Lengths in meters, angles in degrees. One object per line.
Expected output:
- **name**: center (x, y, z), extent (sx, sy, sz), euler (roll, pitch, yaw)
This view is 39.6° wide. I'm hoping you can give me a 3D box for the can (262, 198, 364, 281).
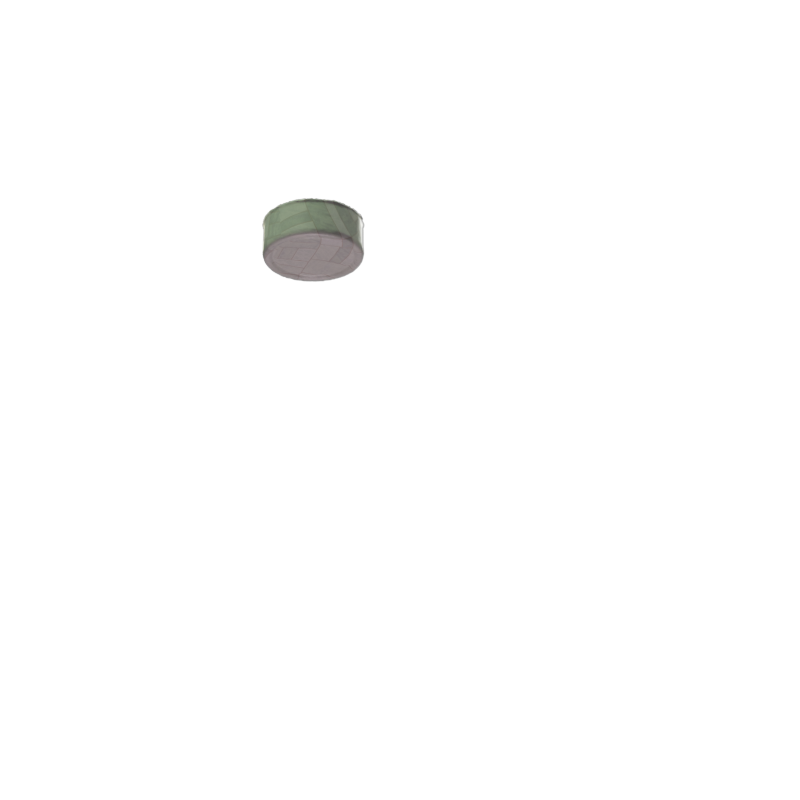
- **can**: center (-0.073, -0.132, 0.927), extent (0.086, 0.036, 0.081), euler (1, -24, -2)
